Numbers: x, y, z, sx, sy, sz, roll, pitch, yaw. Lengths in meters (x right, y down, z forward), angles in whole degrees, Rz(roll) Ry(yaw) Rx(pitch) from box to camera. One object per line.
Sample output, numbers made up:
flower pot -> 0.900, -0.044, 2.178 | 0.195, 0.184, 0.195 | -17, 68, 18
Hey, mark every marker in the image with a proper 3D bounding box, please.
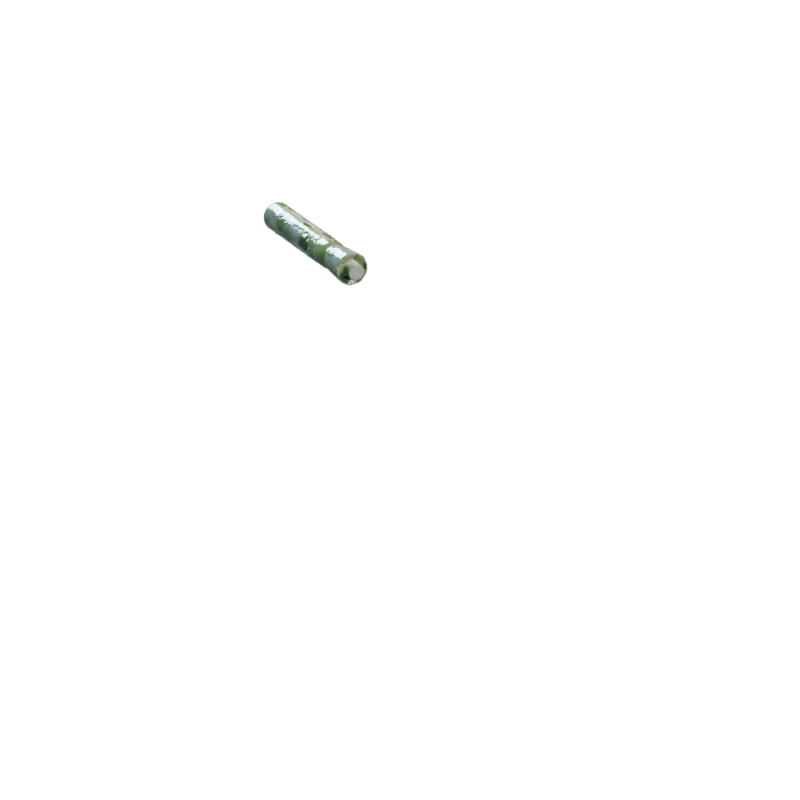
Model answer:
marker -> -0.052, -0.094, 0.660 | 0.019, 0.019, 0.129 | -2, 23, -27
